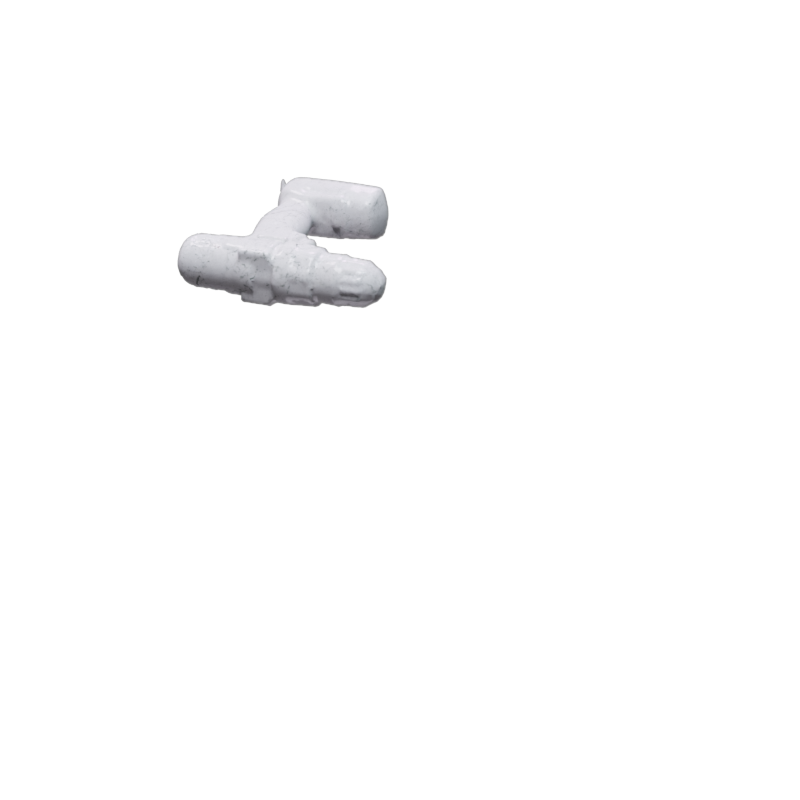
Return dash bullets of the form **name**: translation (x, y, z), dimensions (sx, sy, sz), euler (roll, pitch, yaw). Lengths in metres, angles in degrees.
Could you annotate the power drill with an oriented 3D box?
- **power drill**: translation (-0.076, -0.139, 0.975), dimensions (0.191, 0.054, 0.191), euler (11, 29, 19)
